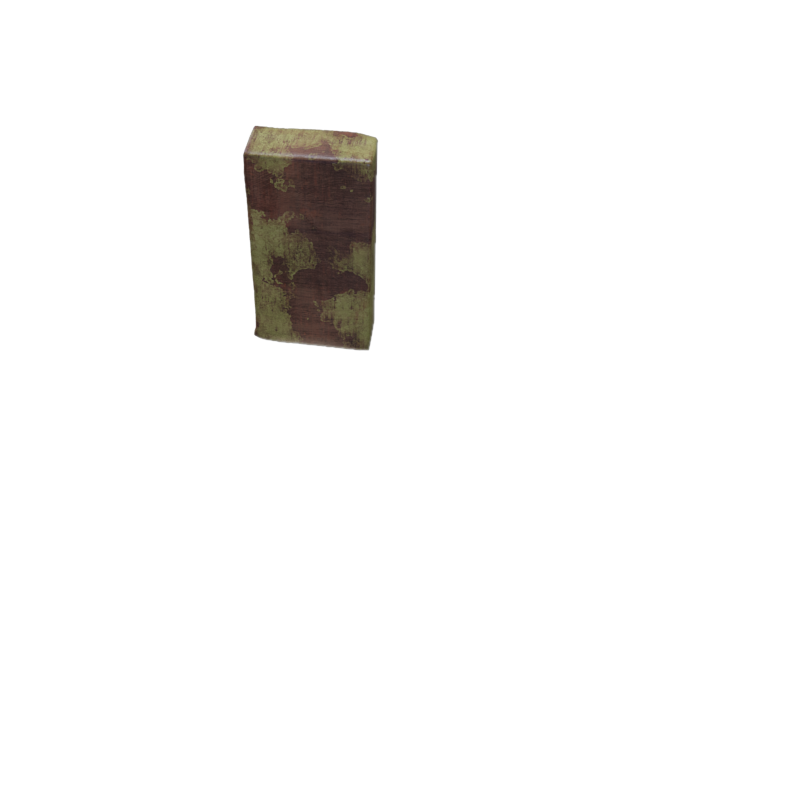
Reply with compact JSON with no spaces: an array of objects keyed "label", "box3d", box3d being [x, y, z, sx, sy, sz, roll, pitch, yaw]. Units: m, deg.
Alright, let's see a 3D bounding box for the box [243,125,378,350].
[{"label":"box","box3d":[-0.065,-0.118,0.828,0.094,0.165,0.051,7,39,5]}]
